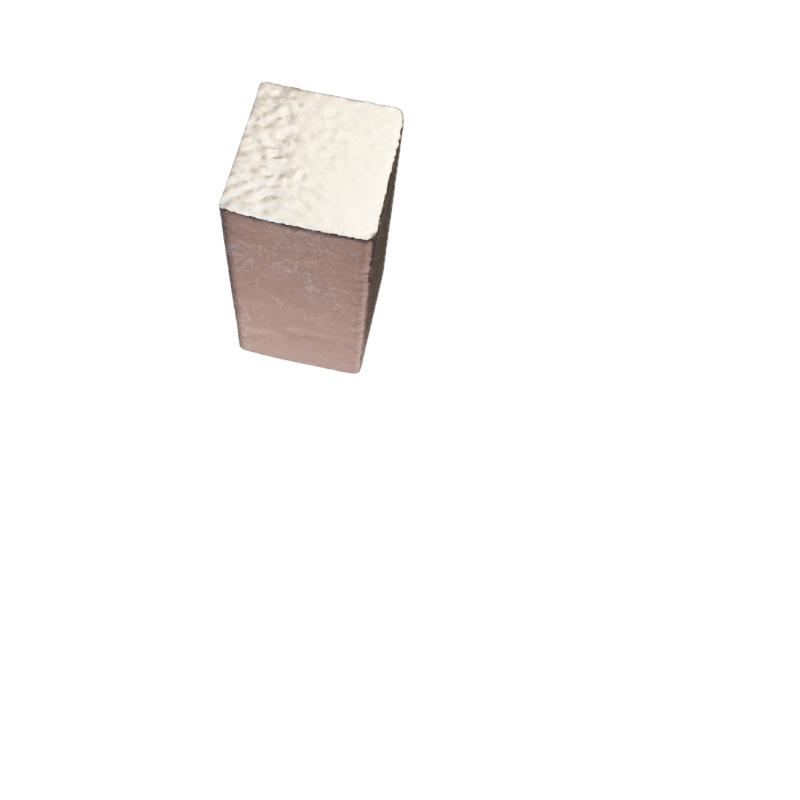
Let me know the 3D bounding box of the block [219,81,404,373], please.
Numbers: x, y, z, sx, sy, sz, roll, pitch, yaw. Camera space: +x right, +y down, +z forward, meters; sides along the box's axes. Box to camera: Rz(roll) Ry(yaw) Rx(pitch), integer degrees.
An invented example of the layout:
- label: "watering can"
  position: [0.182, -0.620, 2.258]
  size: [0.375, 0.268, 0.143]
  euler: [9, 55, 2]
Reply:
- label: "block"
  position: [-0.055, -0.102, 0.714]
  size: [0.091, 0.095, 0.196]
  euler: [13, -22, 2]
